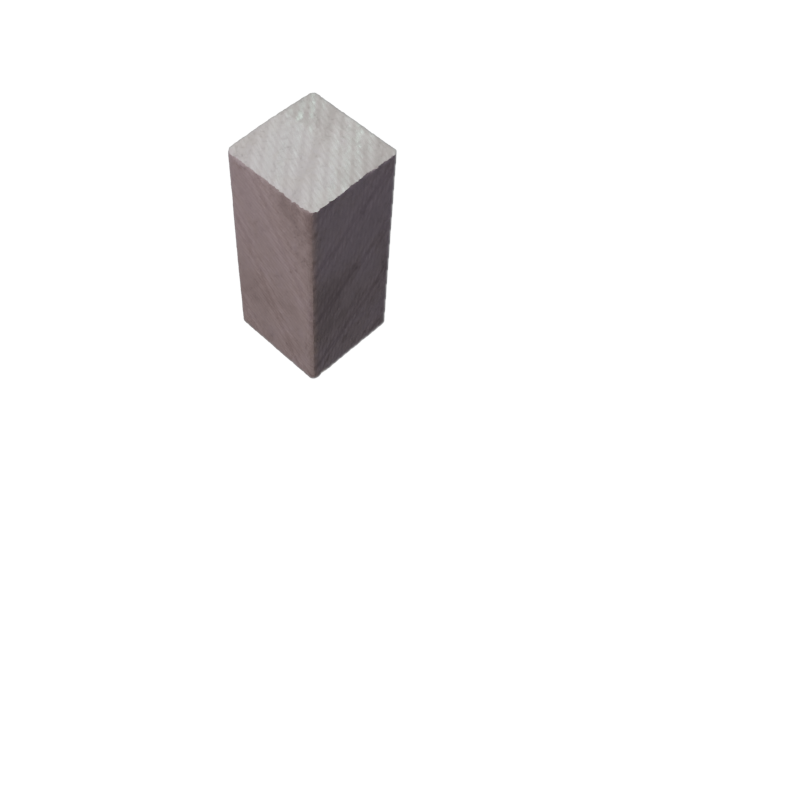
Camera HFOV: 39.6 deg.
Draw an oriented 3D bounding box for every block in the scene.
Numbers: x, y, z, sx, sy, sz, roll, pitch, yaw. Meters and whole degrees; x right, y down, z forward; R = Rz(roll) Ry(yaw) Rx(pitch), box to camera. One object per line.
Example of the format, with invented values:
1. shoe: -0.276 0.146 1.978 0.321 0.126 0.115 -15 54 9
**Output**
1. block: -0.069 -0.124 0.867 0.091 0.096 0.193 -39 -24 -26
